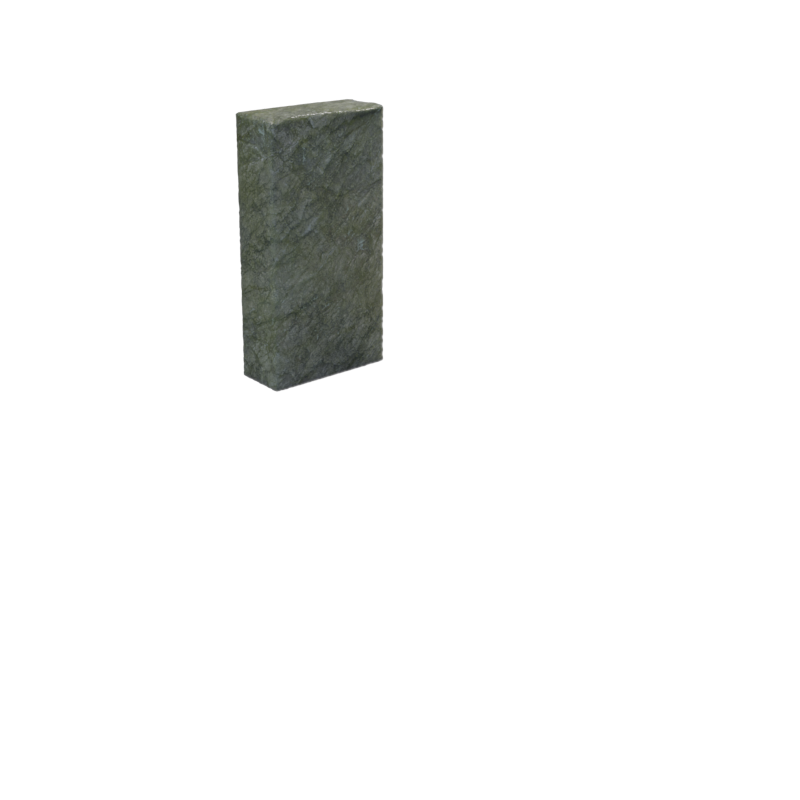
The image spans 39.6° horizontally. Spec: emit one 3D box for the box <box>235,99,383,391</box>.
[{"bbox_3d":[-0.056,-0.103,0.722,0.091,0.169,0.051,-15,24,-38],"label":"box"}]
